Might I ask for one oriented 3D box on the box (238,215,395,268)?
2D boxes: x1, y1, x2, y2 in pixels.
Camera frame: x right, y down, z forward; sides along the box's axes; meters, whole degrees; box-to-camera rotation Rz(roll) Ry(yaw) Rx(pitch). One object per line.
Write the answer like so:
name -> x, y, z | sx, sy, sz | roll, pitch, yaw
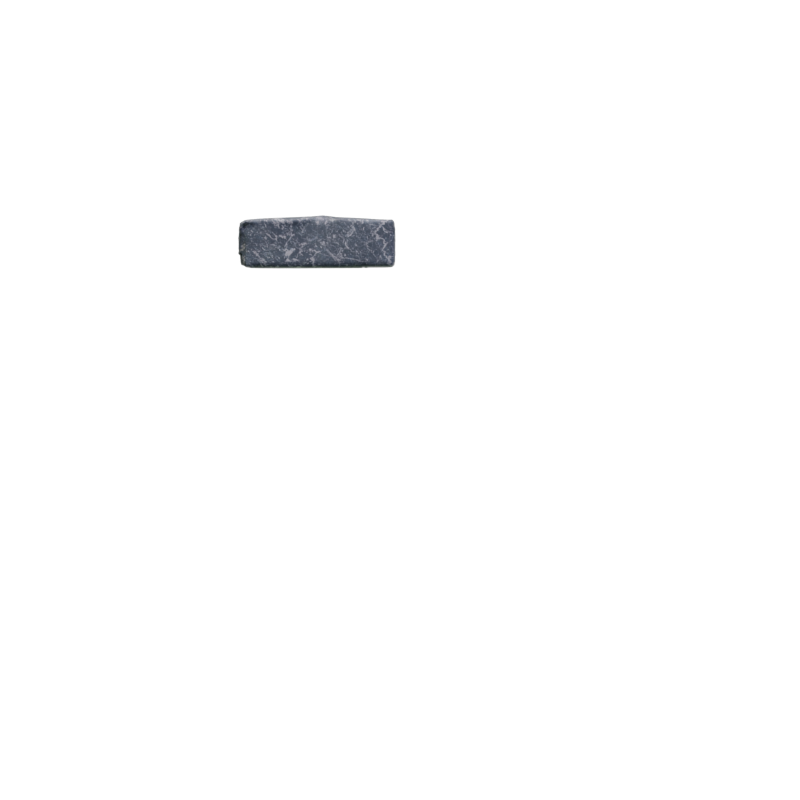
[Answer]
box -> -0.052, -0.094, 0.660 | 0.089, 0.030, 0.074 | -1, 7, -6
